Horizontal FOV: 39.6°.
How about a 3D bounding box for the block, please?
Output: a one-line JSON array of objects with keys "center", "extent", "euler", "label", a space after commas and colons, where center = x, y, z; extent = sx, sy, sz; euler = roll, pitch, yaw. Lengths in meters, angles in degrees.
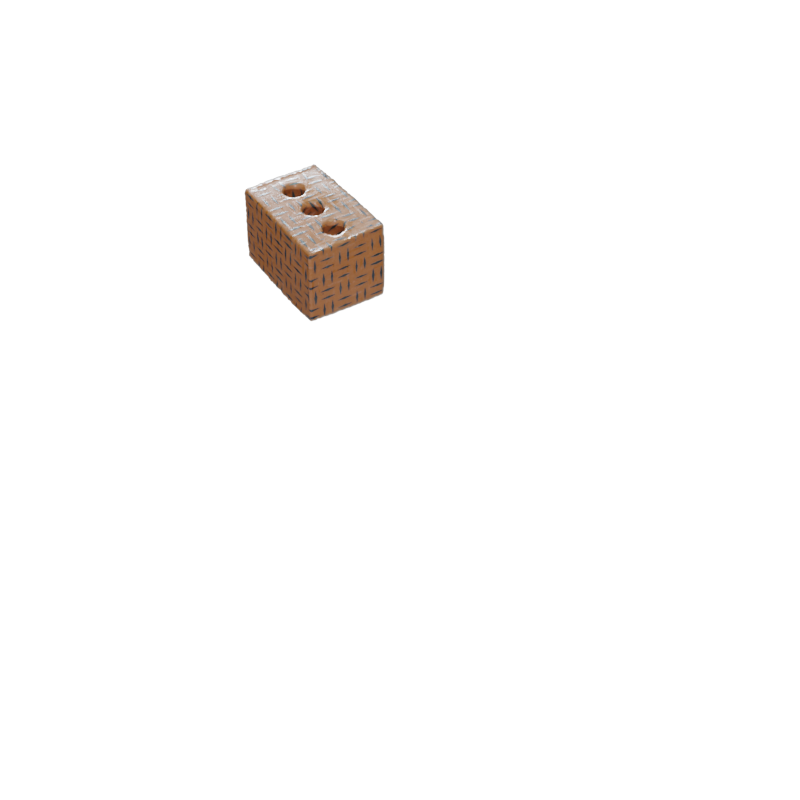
[{"center": [-0.052, -0.095, 0.665], "extent": [0.052, 0.048, 0.084], "euler": [-23, 47, -26], "label": "block"}]
